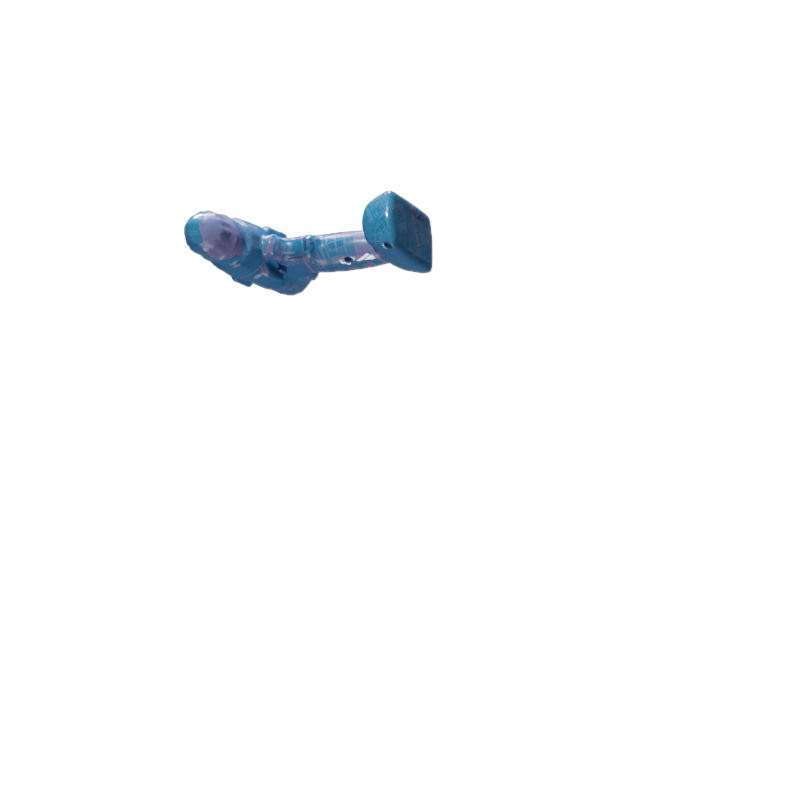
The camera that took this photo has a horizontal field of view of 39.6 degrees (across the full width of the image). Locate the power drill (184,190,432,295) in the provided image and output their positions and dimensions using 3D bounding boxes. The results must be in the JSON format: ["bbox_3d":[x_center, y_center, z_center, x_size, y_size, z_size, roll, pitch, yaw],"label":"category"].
[{"bbox_3d":[-0.078,-0.143,0.999,0.192,0.059,0.175,-4,-9,26],"label":"power drill"}]
